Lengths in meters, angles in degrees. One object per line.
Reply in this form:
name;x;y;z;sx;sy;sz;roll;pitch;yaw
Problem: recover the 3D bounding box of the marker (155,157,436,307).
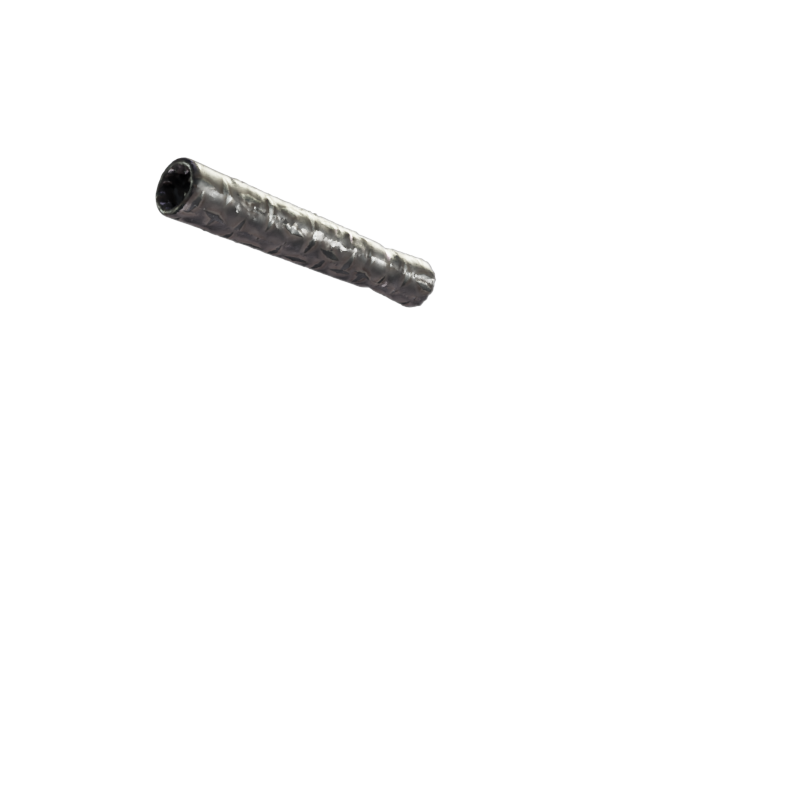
marker;-0.029;-0.053;0.370;0.021;0.020;0.114;4;-8;44
